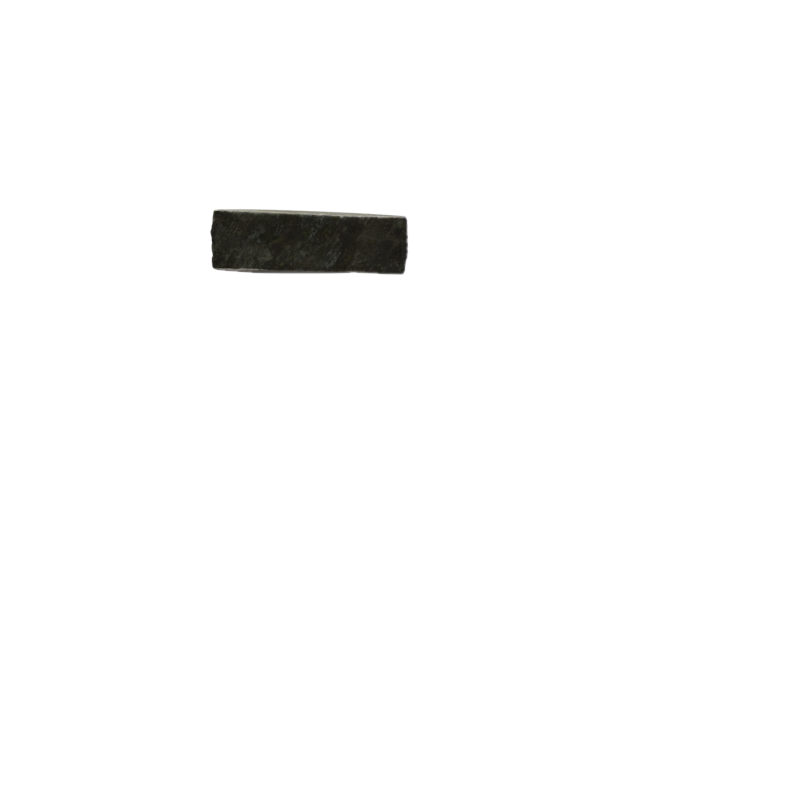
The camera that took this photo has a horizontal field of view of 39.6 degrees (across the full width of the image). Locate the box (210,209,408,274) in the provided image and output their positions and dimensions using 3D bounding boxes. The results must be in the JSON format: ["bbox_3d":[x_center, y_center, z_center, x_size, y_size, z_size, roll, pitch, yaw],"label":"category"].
[{"bbox_3d":[-0.052,-0.095,0.668,0.114,0.039,0.090,0,6,1],"label":"box"}]
